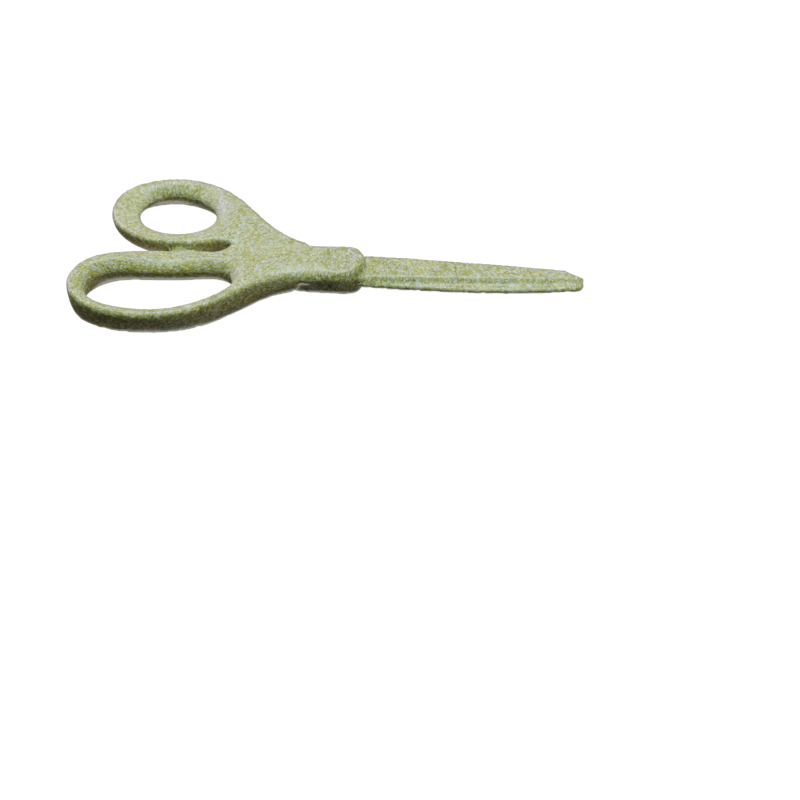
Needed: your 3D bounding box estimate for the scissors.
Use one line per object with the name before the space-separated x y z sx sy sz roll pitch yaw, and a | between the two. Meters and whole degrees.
scissors | -0.036 -0.066 0.461 0.200 0.015 0.104 -8 45 -8
